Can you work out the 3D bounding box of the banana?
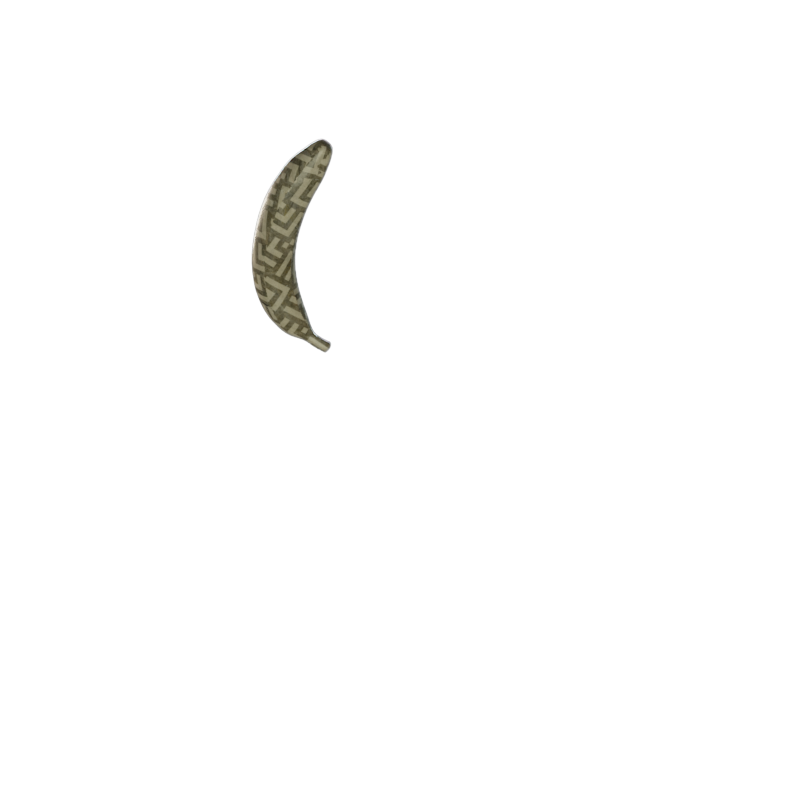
[{"bbox_3d":[-0.093,-0.132,0.950,0.069,0.187,0.039,1,28,-2],"label":"banana"}]
